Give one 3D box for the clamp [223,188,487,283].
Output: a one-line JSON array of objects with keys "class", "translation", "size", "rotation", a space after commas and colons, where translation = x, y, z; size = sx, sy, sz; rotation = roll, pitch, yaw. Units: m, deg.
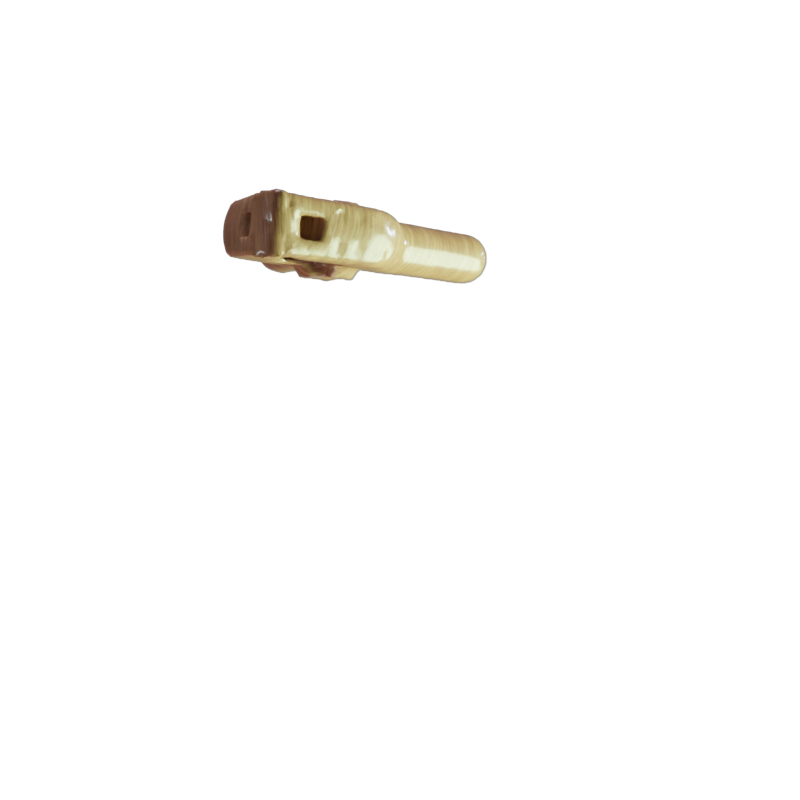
[{"class": "clamp", "translation": [-0.040, -0.074, 0.517], "size": [0.123, 0.040, 0.165], "rotation": [-1, -1, 24]}]
